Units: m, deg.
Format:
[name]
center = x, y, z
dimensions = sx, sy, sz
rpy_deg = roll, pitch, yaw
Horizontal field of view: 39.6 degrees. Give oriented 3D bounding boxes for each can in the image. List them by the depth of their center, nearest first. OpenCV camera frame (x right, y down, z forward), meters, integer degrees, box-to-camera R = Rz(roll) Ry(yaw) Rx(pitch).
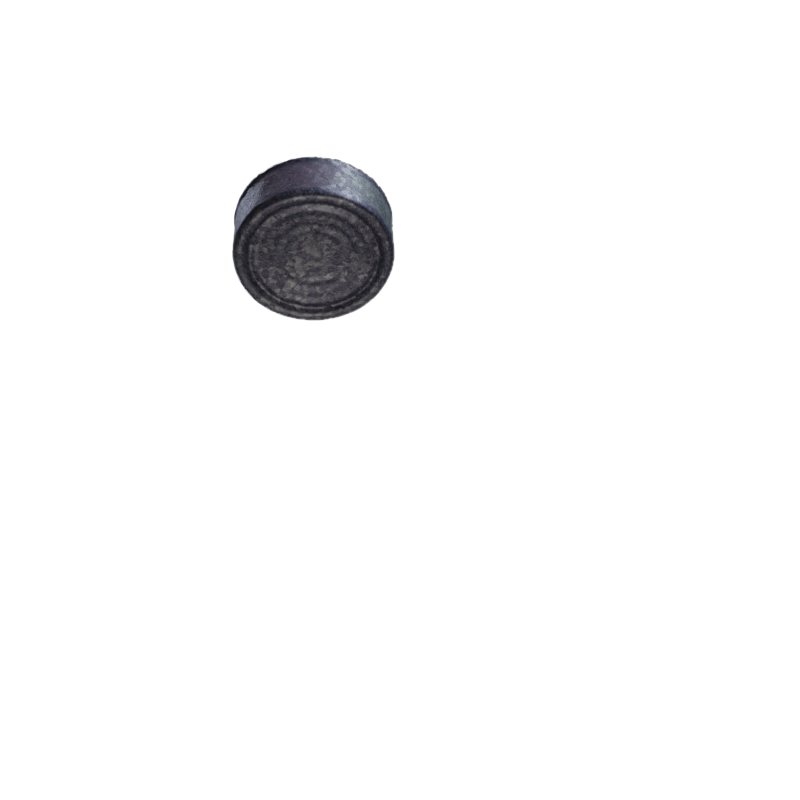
[can]
center = -0.046, -0.084, 0.585
dimensions = 0.086, 0.080, 0.036
rpy_deg = 1, 39, -1
